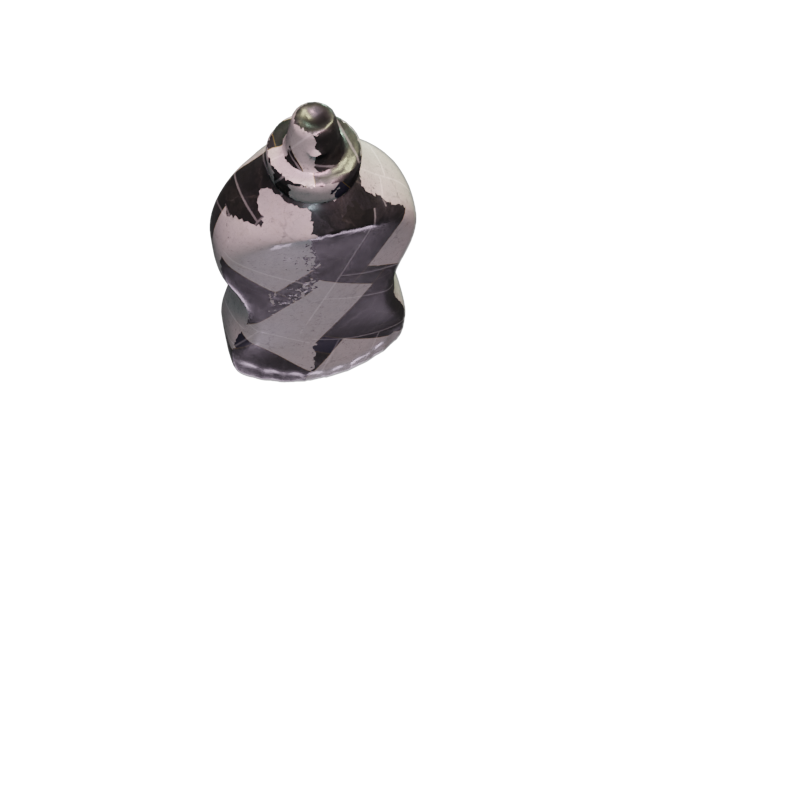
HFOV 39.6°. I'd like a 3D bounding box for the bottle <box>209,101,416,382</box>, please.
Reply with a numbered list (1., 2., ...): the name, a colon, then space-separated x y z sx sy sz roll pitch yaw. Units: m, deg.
1. bottle: -0.041 -0.075 0.530 0.095 0.062 0.180 -11 -26 -9
